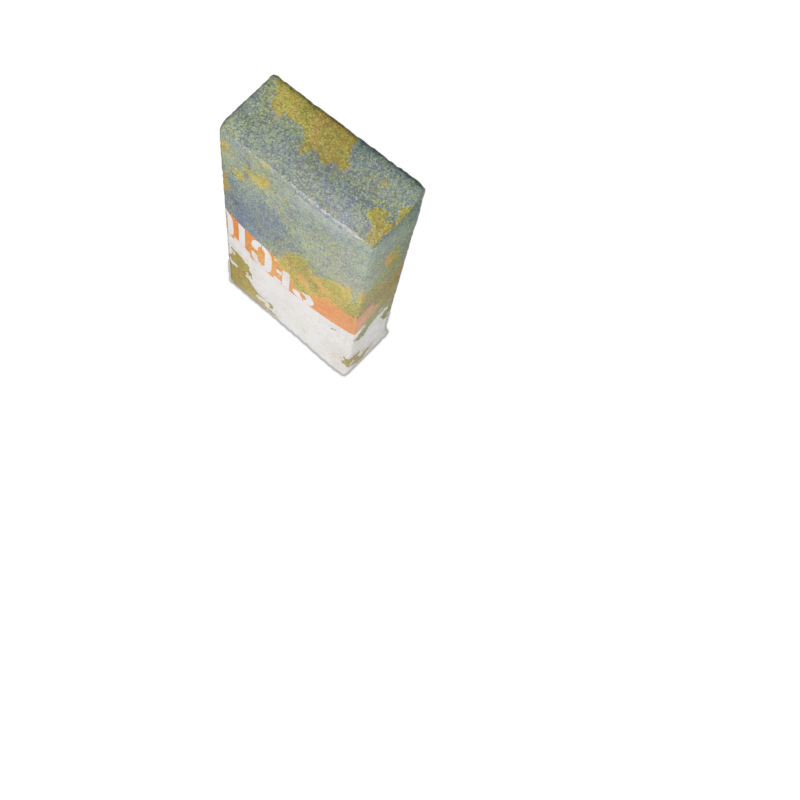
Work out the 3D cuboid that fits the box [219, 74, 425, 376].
[{"bbox_3d":[-0.045,-0.081,0.566,0.096,0.049,0.168,40,-16,9],"label":"box"}]
